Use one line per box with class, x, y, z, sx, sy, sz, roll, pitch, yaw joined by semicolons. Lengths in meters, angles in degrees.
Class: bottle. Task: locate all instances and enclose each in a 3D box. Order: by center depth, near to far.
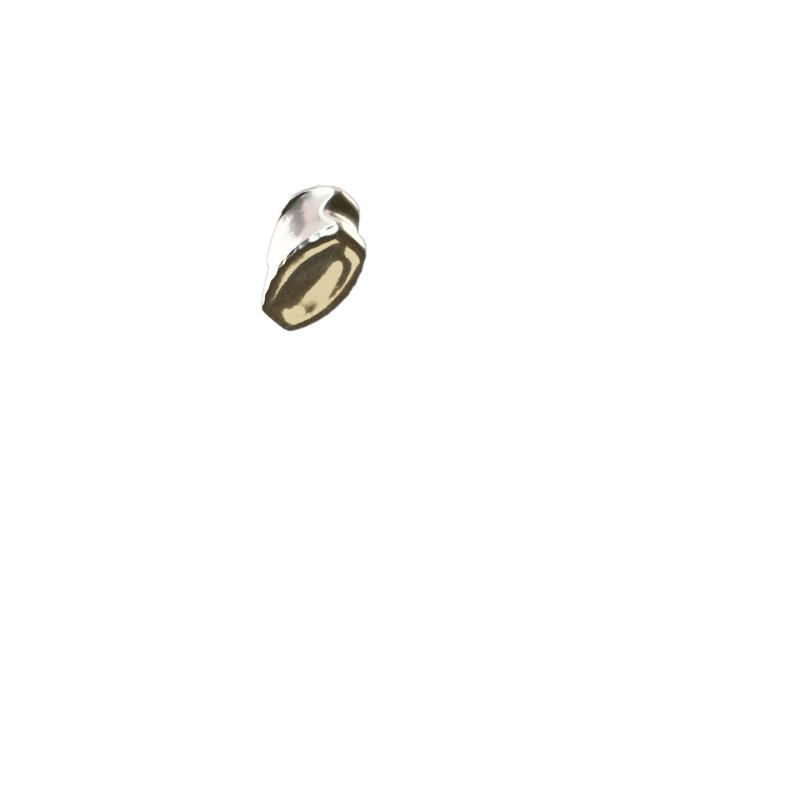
bottle;-0.076;-0.138;0.965;0.056;0.095;0.202;39;19;-21
